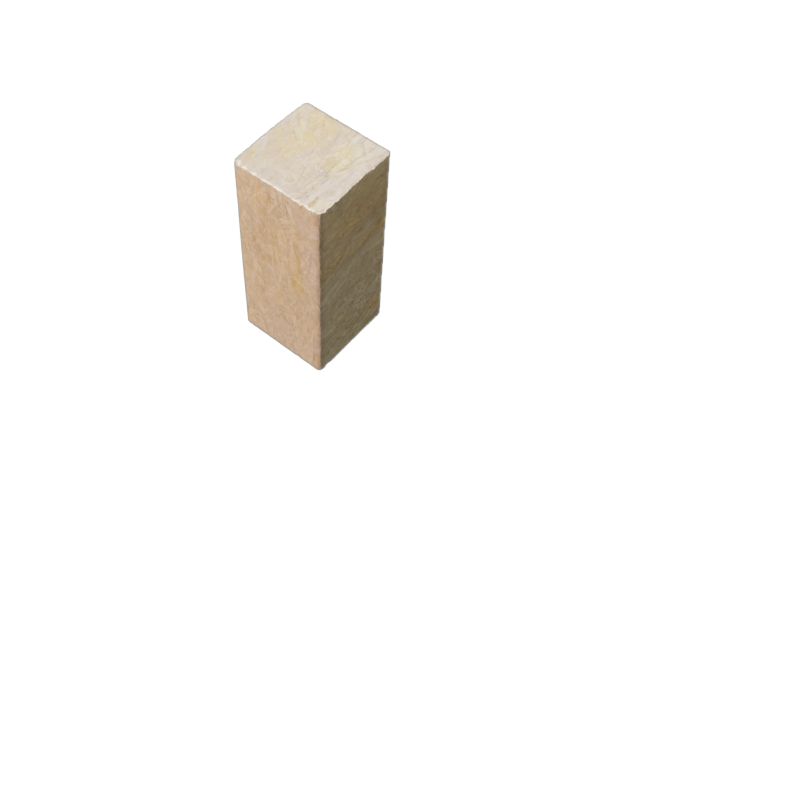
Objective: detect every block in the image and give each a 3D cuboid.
[{"bbox_3d":[-0.073,-0.132,0.928,0.095,0.092,0.193,35,-30,19],"label":"block"}]
